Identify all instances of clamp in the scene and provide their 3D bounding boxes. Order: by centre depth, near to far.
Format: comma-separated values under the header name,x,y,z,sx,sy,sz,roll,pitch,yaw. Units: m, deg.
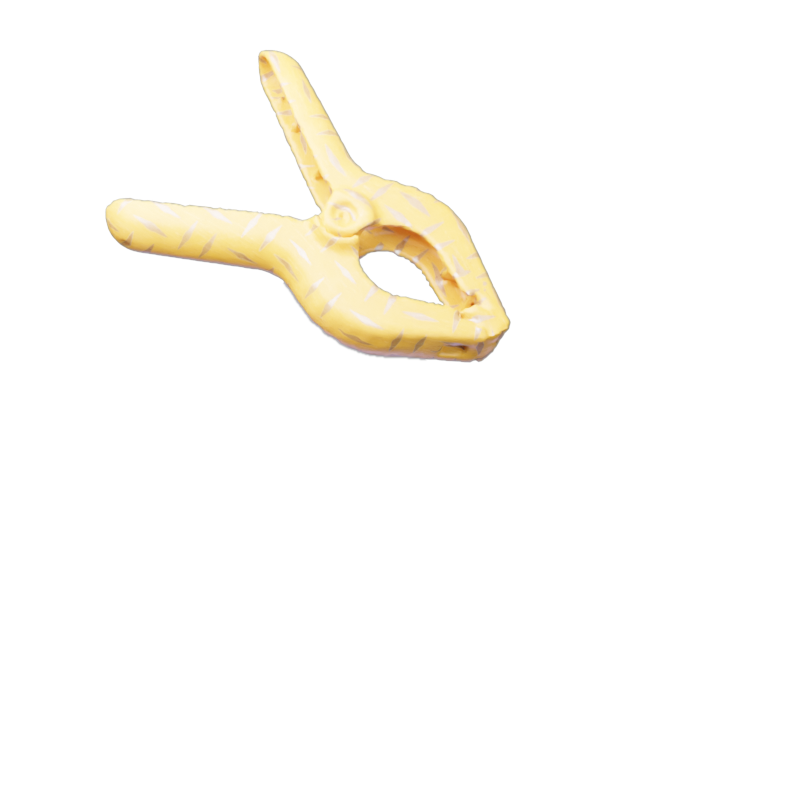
name,x,y,z,sx,sy,sz,roll,pitch,yaw
clamp,-0.037,-0.067,0.473,0.179,0.121,0.037,42,-18,17
